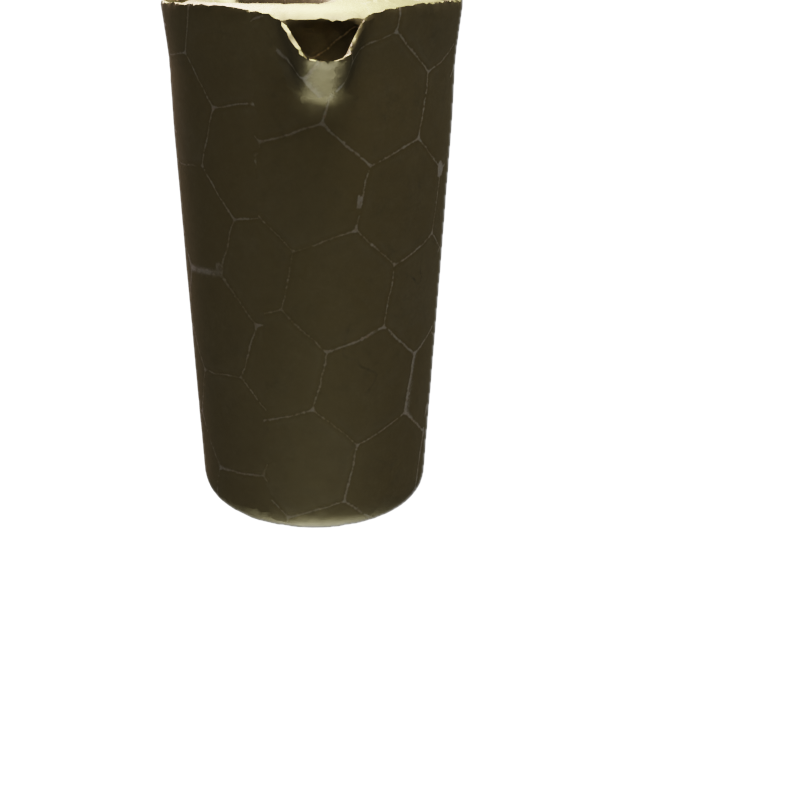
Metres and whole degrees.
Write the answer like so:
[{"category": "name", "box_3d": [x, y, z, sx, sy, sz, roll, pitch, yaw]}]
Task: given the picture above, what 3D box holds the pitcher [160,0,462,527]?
[{"category": "pitcher", "box_3d": [-0.042, -0.076, 0.531, 0.153, 0.234, 0.147, 14, 21, 36]}]
